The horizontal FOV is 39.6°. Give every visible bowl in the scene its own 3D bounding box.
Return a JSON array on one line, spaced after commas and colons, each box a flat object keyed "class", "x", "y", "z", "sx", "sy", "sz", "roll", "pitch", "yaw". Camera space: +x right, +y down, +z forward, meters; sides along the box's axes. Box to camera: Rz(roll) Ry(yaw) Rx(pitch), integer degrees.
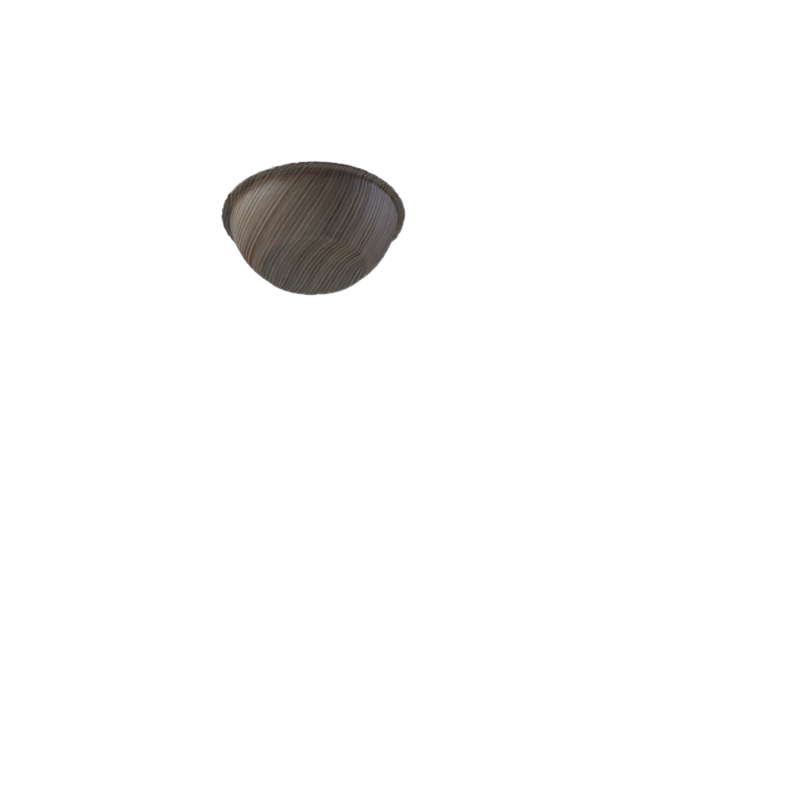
[{"class": "bowl", "x": -0.075, "y": -0.137, "z": 0.962, "sx": 0.162, "sy": 0.059, "sz": 0.152, "roll": 1, "pitch": -29, "yaw": -2}]
